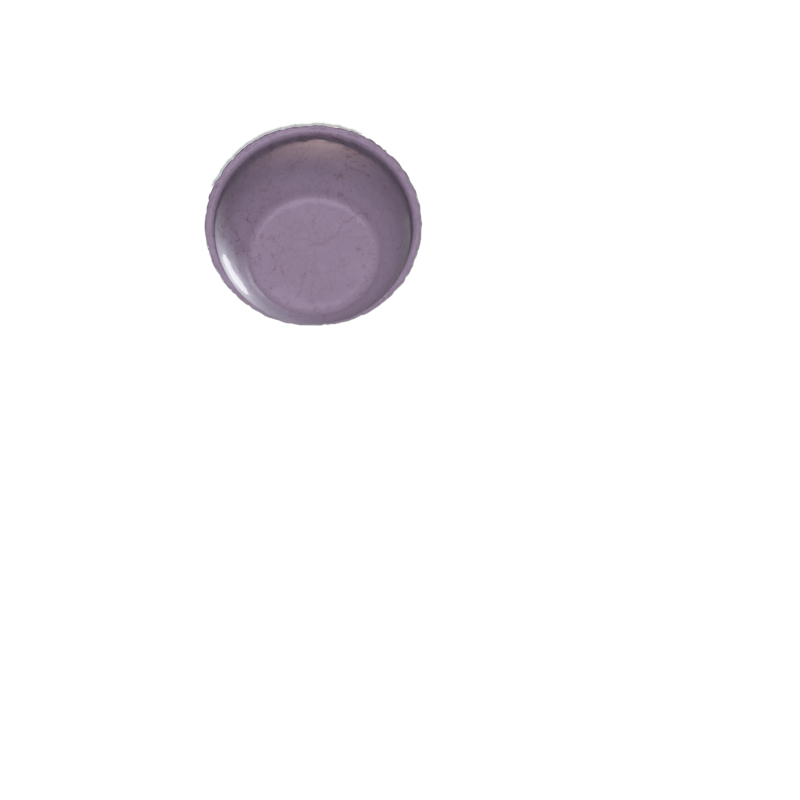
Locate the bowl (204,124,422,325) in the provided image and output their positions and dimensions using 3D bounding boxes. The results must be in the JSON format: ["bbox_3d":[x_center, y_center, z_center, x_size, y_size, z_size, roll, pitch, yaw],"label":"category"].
[{"bbox_3d":[-0.063,-0.114,0.801,0.162,0.154,0.058,1,25,-1],"label":"bowl"}]
